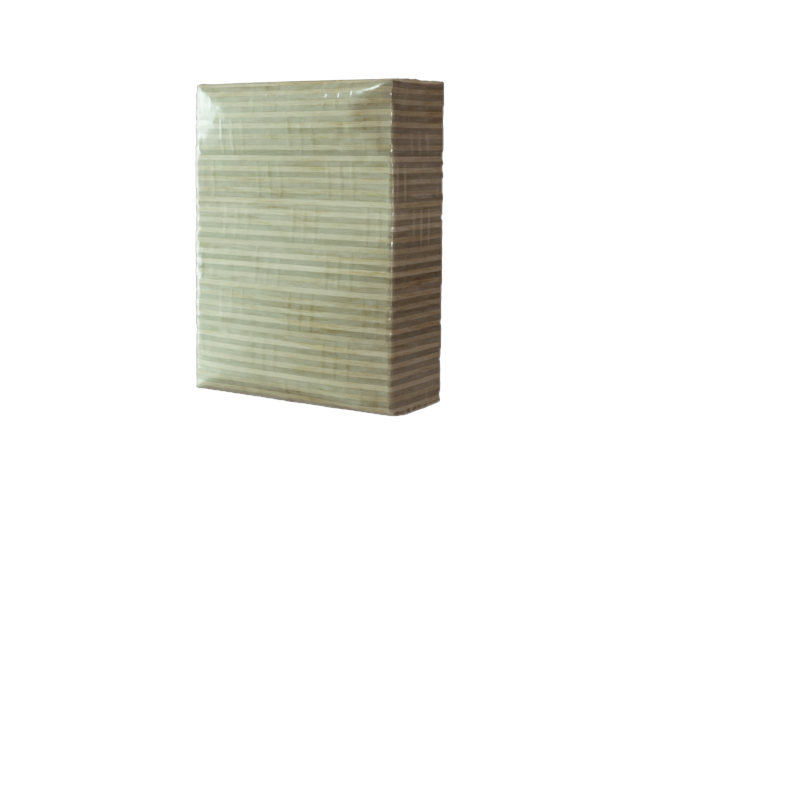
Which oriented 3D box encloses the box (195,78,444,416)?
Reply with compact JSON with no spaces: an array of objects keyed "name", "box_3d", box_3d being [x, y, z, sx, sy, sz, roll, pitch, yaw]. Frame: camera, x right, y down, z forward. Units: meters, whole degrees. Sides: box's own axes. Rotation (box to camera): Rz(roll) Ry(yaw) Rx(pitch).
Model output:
[{"name":"box","box_3d":[-0.058,-0.106,0.744,0.171,0.211,0.070,6,8,33]}]
